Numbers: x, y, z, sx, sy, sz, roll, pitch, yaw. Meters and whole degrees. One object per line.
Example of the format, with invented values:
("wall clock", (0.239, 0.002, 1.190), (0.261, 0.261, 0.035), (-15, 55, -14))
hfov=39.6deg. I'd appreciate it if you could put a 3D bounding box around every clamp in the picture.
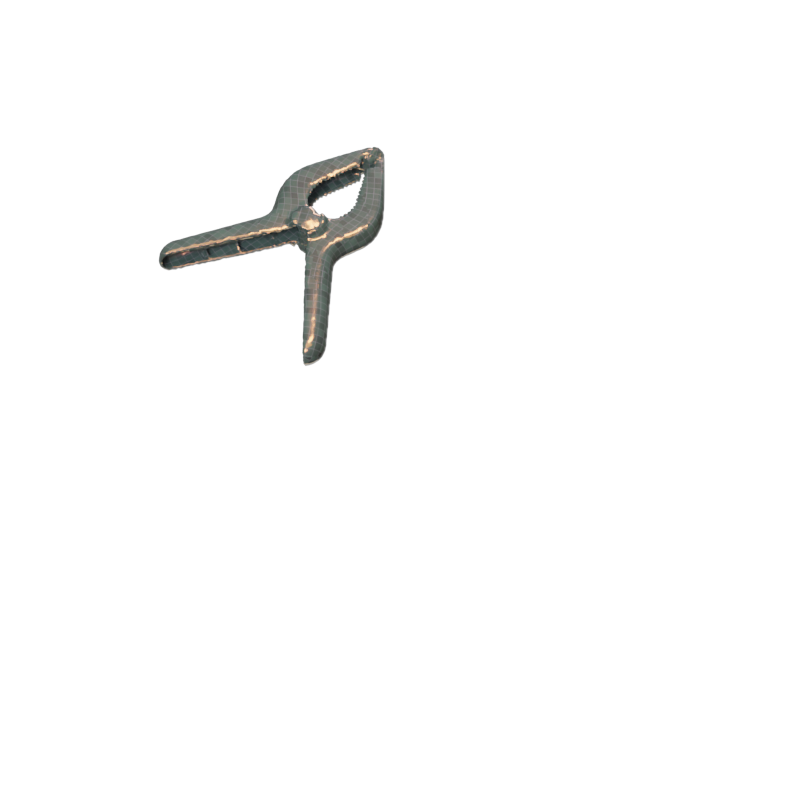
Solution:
("clamp", (-0.072, -0.132, 0.925), (0.174, 0.212, 0.034), (39, -25, 22))
